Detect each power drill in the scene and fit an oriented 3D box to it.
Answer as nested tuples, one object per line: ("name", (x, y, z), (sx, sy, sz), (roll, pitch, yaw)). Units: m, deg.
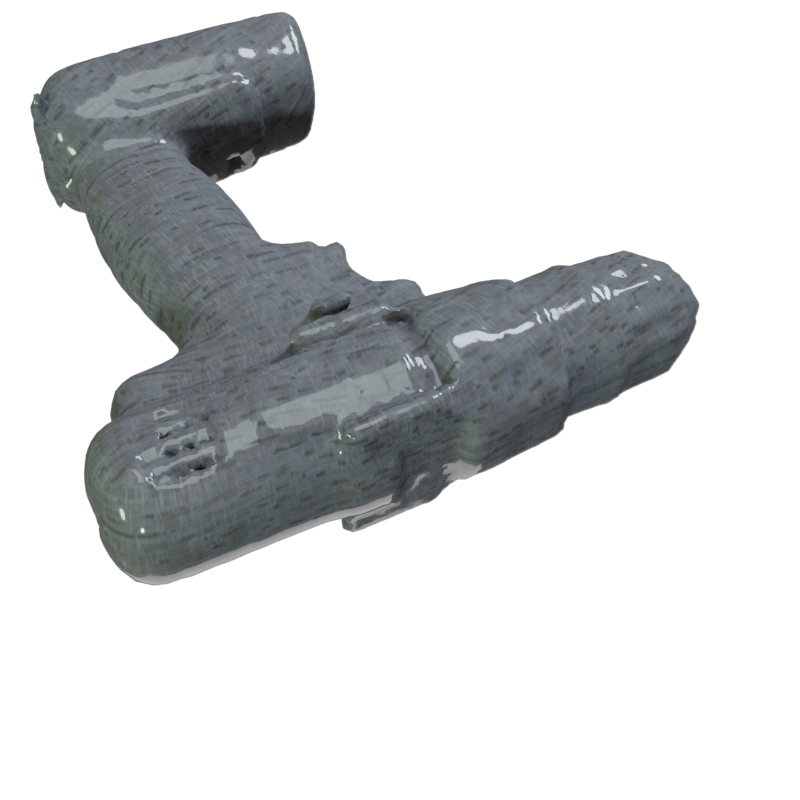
("power drill", (-0.028, -0.051, 0.354), (0.183, 0.053, 0.203), (-19, 50, -17))
